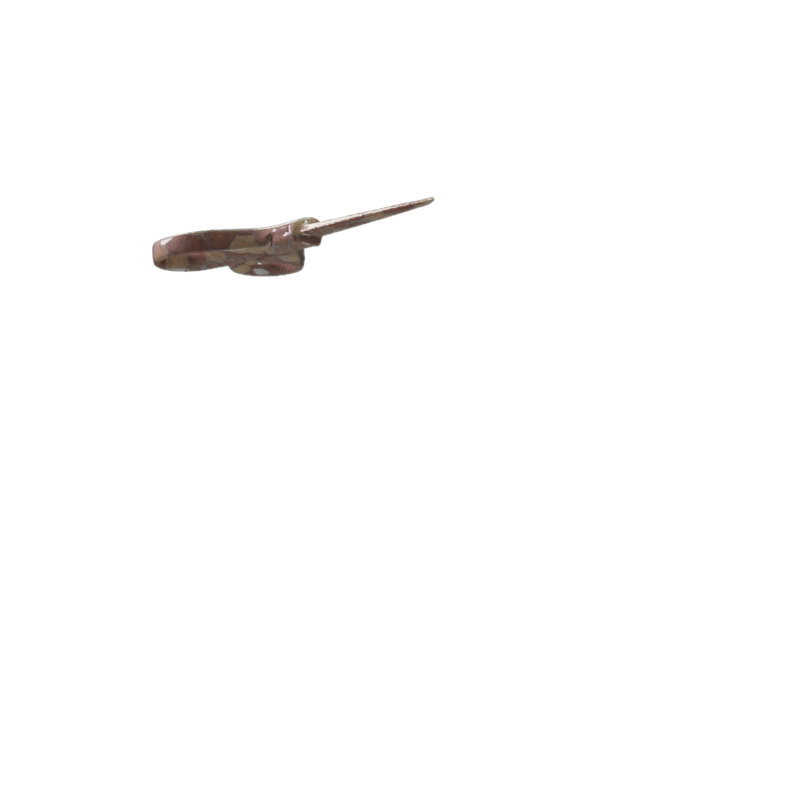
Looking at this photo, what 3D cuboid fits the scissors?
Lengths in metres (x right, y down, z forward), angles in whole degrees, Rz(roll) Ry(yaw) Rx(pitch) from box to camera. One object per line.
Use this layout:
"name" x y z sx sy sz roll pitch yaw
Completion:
"scissors" -0.047 -0.086 0.603 0.208 0.016 0.092 -2 -4 34
